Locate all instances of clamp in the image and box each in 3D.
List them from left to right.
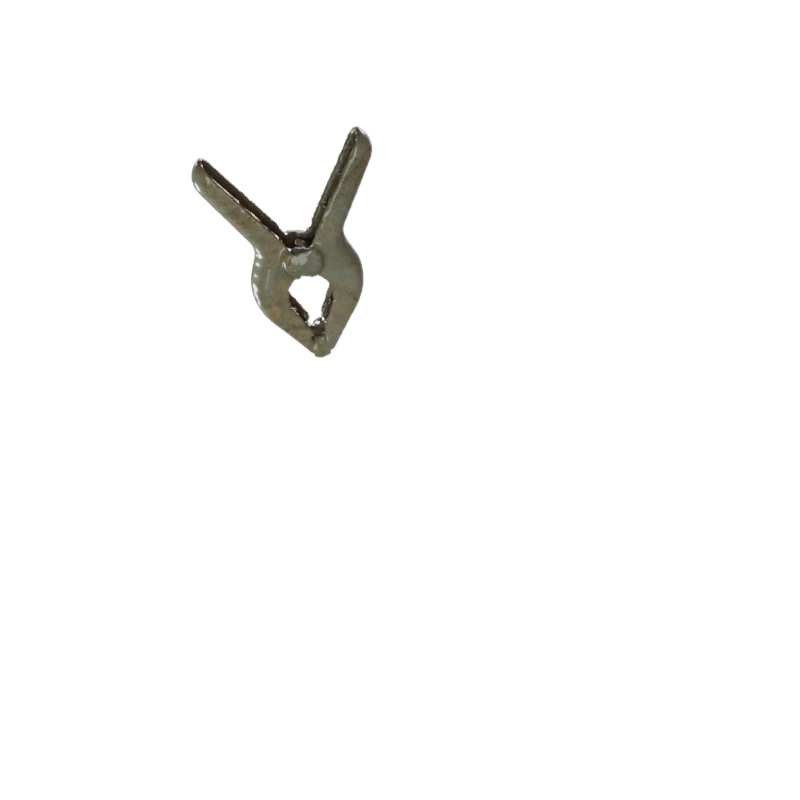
[{"bbox_3d":[-0.060,-0.109,0.767,0.121,0.159,0.042,-15,34,10],"label":"clamp"}]
